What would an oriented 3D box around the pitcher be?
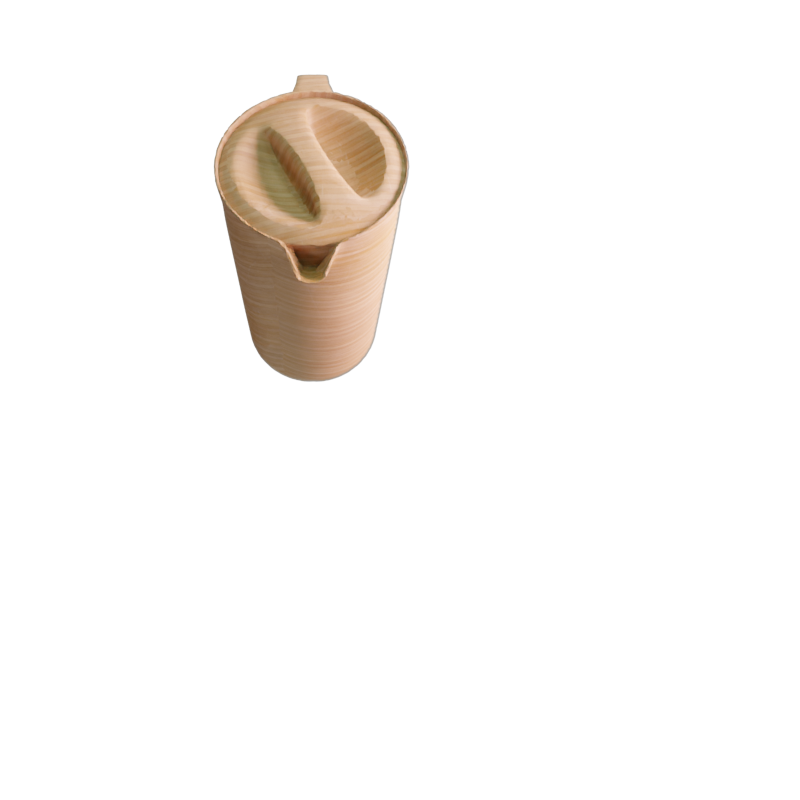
[{"bbox_3d":[-0.067,-0.122,0.857,0.152,0.151,0.229,40,-23,17],"label":"pitcher"}]
